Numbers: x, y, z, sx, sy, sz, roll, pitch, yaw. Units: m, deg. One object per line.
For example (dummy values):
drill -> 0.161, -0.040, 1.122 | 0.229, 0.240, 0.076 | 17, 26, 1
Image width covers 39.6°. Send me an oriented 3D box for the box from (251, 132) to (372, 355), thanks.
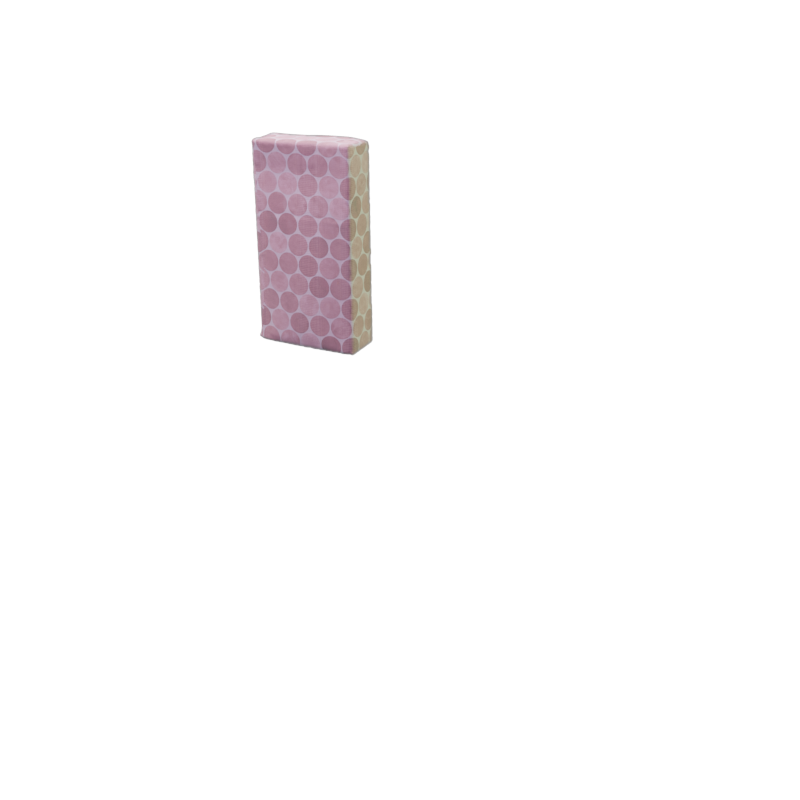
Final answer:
box -> -0.072, -0.132, 0.925 | 0.097, 0.170, 0.048 | 9, 16, 27
